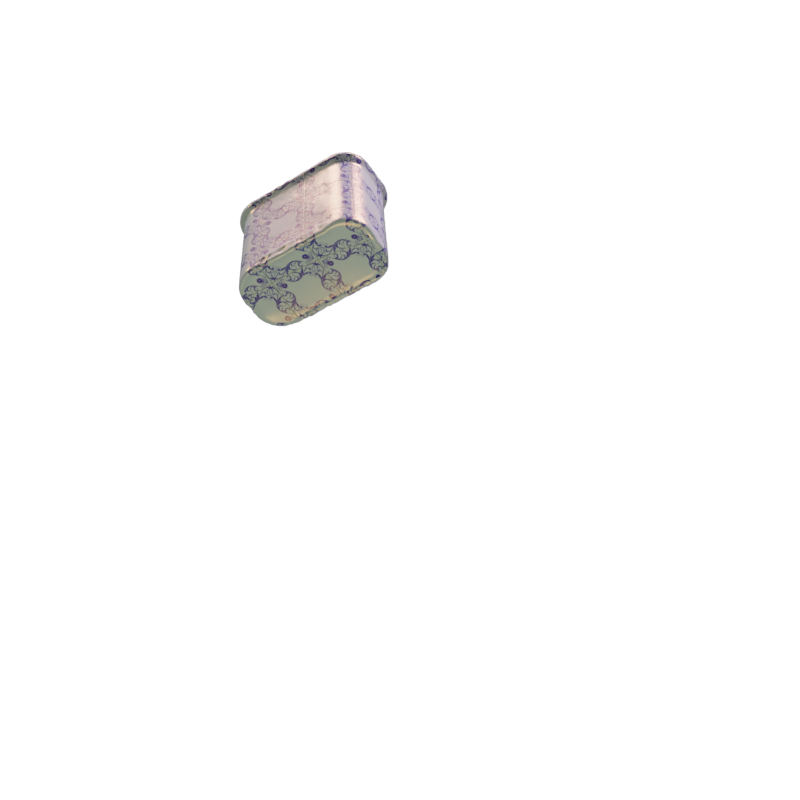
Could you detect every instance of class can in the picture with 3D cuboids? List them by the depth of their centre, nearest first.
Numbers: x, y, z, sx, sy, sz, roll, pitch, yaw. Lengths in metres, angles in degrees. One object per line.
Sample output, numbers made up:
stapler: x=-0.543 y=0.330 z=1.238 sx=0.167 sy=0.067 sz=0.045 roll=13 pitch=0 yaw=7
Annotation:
can: x=-0.057 y=-0.104 z=0.730 sx=0.102 sy=0.054 sz=0.090 roll=-27 pitch=34 yaw=17
